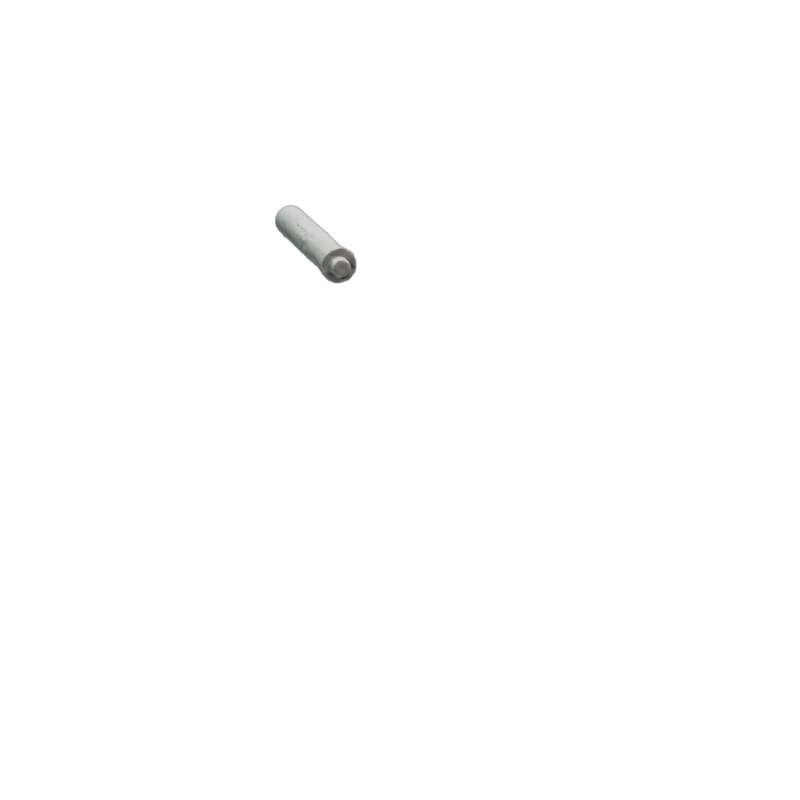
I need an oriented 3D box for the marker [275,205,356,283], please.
[{"bbox_3d":[-0.048,-0.087,0.609,0.019,0.019,0.128,-2,20,-17],"label":"marker"}]
